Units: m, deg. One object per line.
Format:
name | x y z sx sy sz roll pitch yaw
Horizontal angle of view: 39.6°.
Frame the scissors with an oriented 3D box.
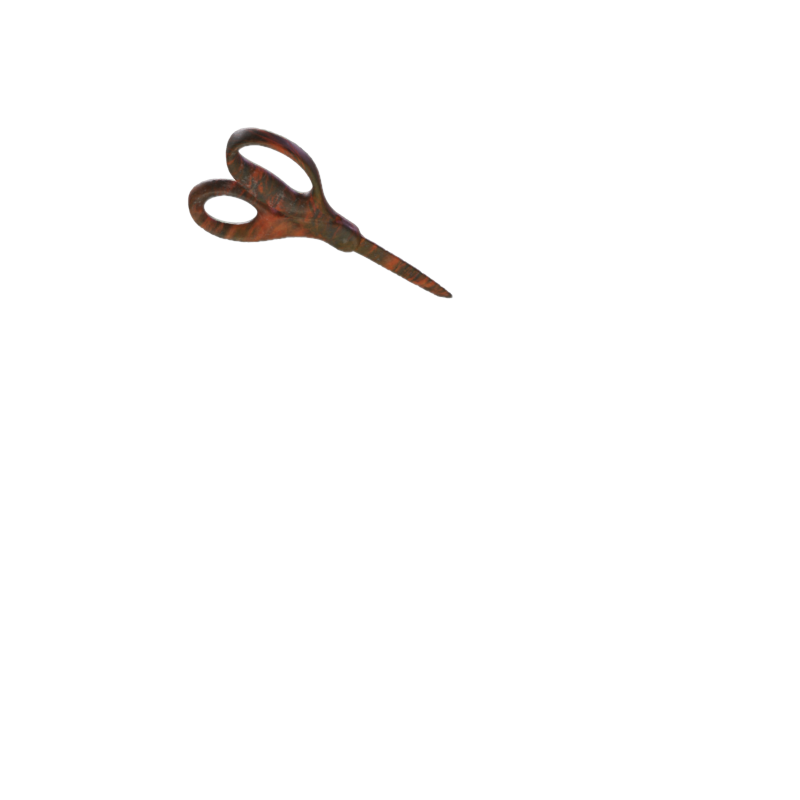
scissors | -0.056 -0.103 0.721 0.097 0.017 0.187 -23 -44 26
